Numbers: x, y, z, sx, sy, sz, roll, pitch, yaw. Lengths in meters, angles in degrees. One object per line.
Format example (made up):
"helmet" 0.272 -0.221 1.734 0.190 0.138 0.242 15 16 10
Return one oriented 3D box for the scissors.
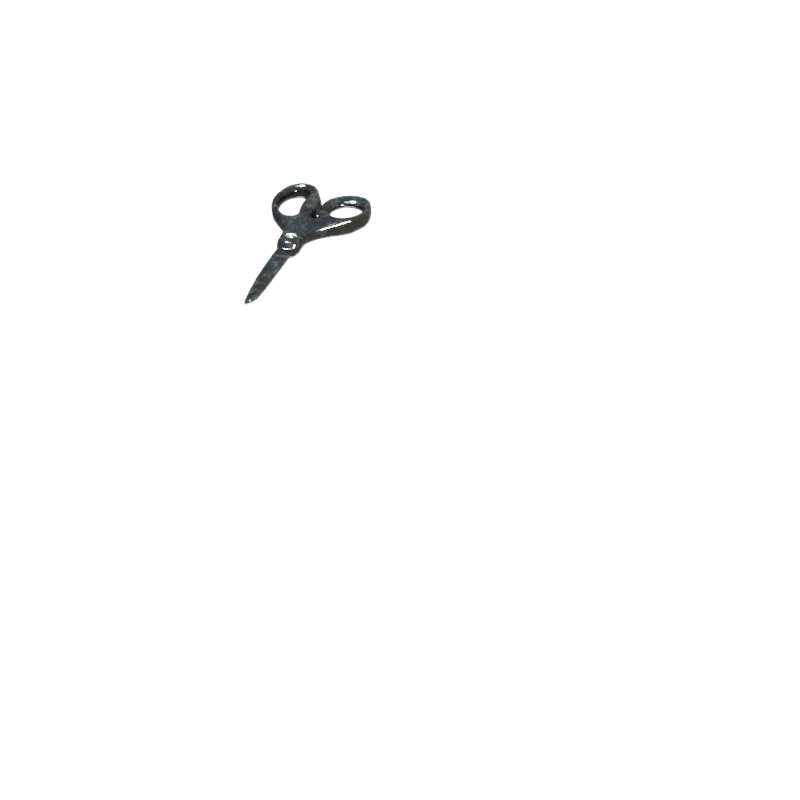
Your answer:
"scissors" -0.072 -0.131 0.916 0.096 0.015 0.215 -1 34 -1
